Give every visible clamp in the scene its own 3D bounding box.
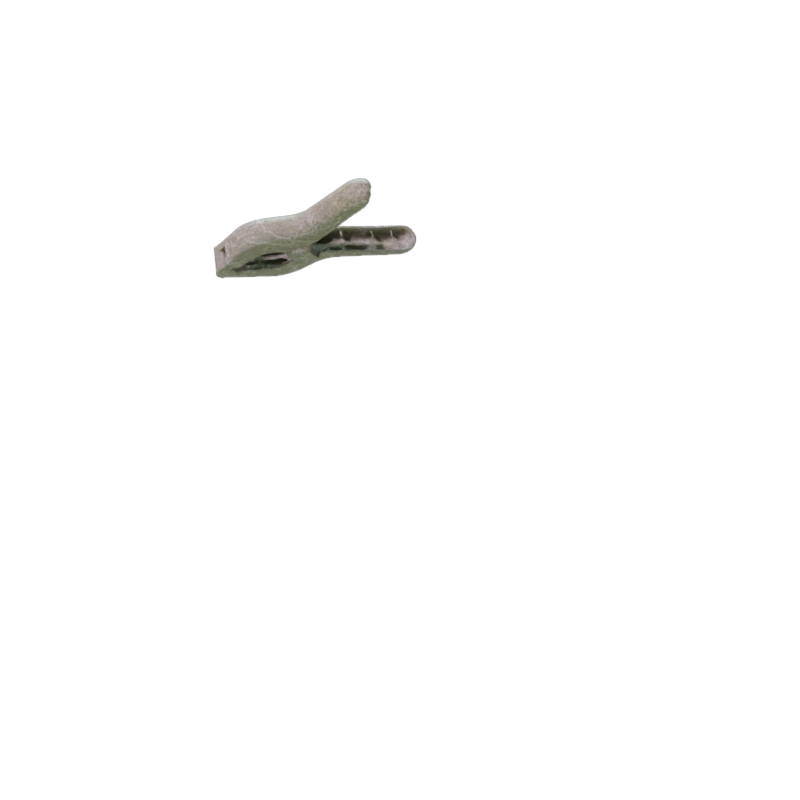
[{"bbox_3d":[-0.073,-0.134,0.938,0.174,0.041,0.112,-13,-27,28],"label":"clamp"}]
